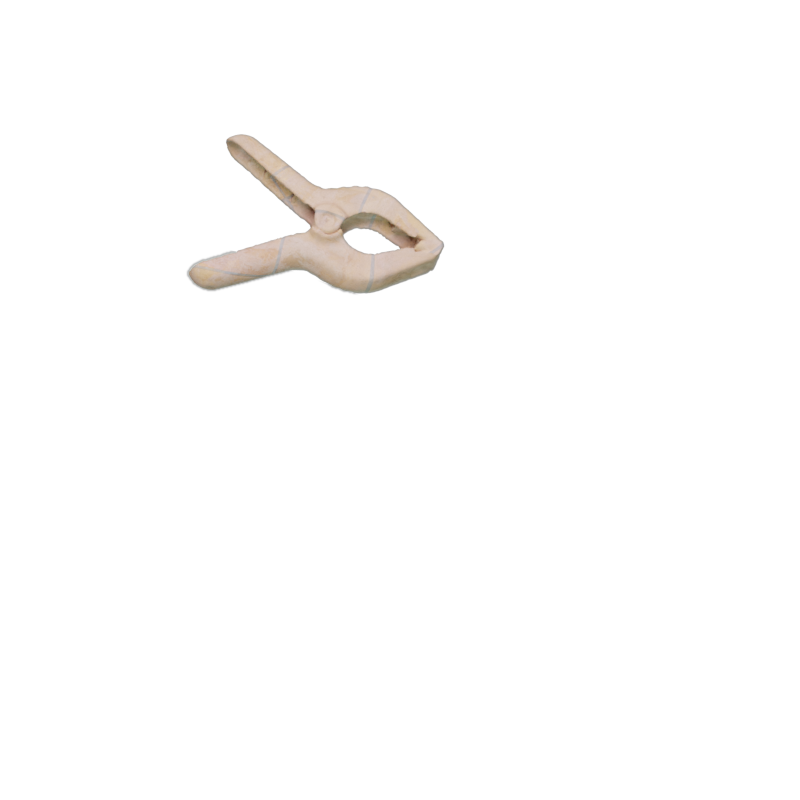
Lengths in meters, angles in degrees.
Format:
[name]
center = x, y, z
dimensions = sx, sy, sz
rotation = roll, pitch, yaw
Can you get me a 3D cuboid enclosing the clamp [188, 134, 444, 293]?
[clamp]
center = -0.060, -0.109, 0.766
dimensions = 0.174, 0.124, 0.037
rotation = 19, -19, 7
